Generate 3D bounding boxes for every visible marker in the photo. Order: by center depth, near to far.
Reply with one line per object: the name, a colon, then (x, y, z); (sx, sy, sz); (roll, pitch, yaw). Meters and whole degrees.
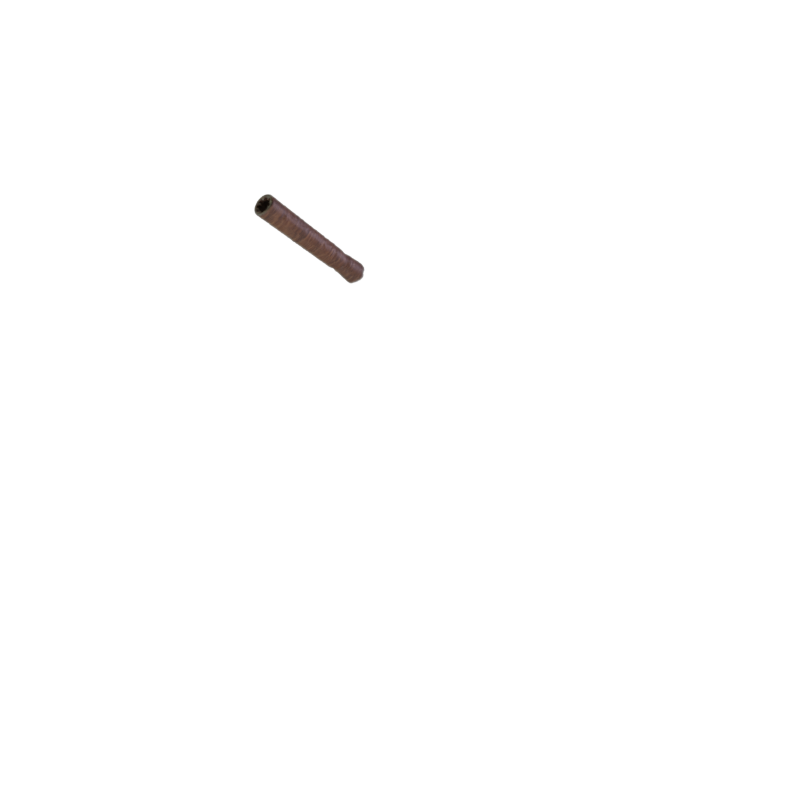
marker: (-0.069, -0.125, 0.875); (0.021, 0.020, 0.112); (3, -22, 44)
